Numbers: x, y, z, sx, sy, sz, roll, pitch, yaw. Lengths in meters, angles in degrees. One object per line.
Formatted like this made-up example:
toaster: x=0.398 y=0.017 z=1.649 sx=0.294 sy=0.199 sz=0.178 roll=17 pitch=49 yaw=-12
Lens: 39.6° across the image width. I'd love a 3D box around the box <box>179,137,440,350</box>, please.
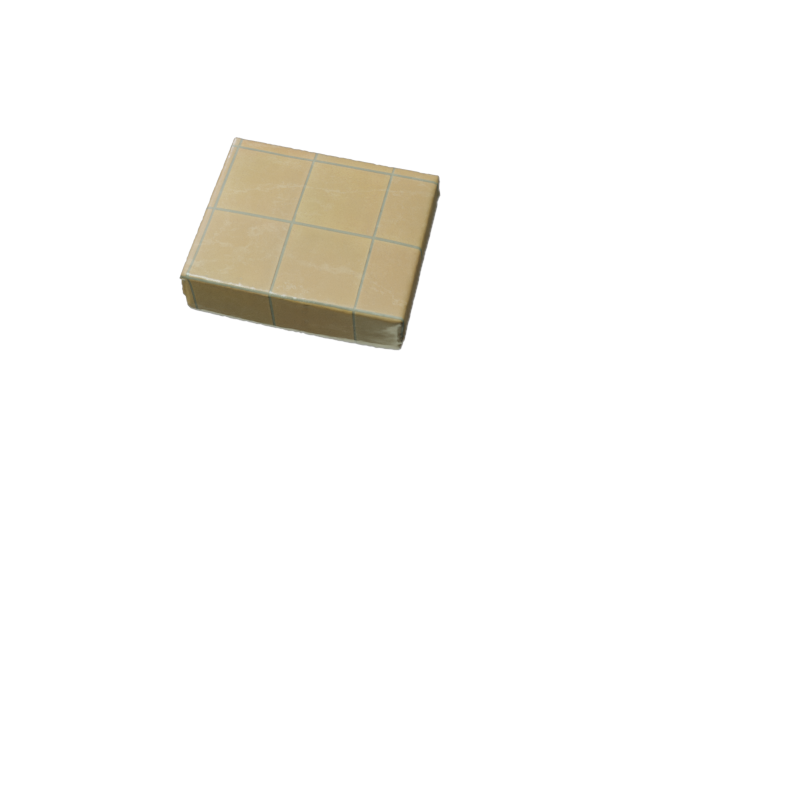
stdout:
box: x=-0.044 y=-0.080 z=0.560 sx=0.115 sy=0.094 sz=0.036 roll=12 pitch=-30 yaw=7
